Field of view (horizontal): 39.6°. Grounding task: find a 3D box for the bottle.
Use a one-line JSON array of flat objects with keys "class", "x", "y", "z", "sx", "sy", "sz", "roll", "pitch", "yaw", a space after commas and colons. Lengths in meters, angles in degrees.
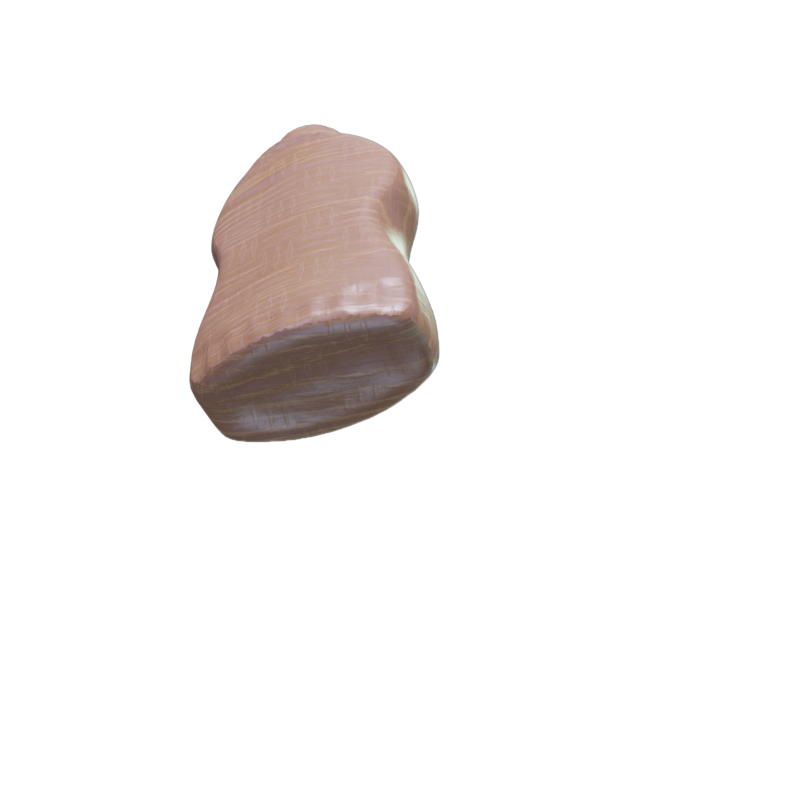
[{"class": "bottle", "x": -0.039, "y": -0.070, "z": 0.496, "sx": 0.096, "sy": 0.054, "sz": 0.205, "roll": -21, "pitch": 38, "yaw": 13}]
